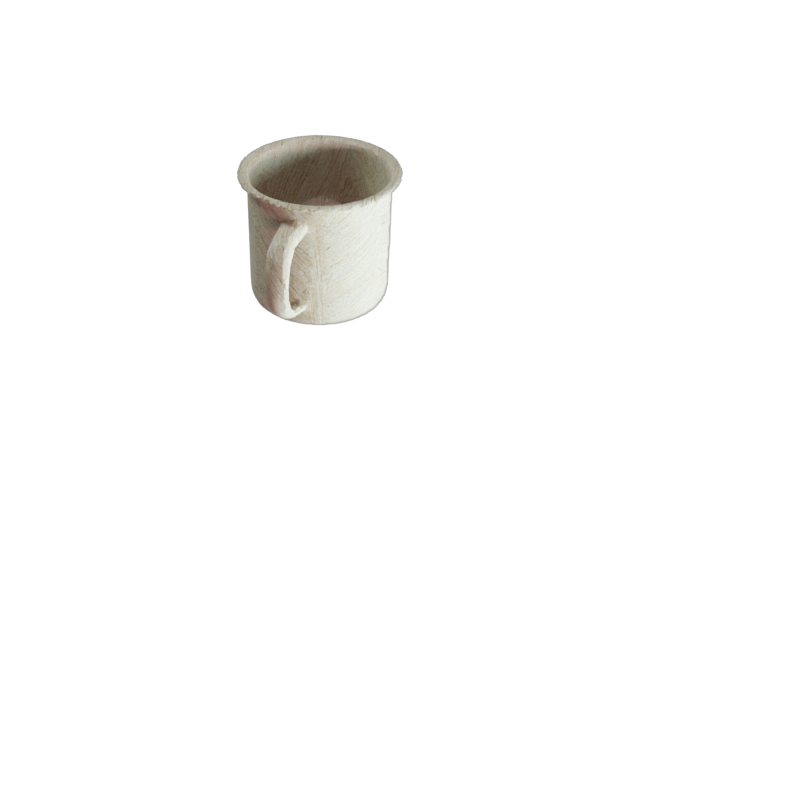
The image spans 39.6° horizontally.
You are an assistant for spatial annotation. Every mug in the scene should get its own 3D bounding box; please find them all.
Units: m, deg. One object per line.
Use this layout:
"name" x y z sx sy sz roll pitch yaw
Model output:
"mug" -0.049 -0.090 0.632 0.095 0.076 0.122 9 36 11
